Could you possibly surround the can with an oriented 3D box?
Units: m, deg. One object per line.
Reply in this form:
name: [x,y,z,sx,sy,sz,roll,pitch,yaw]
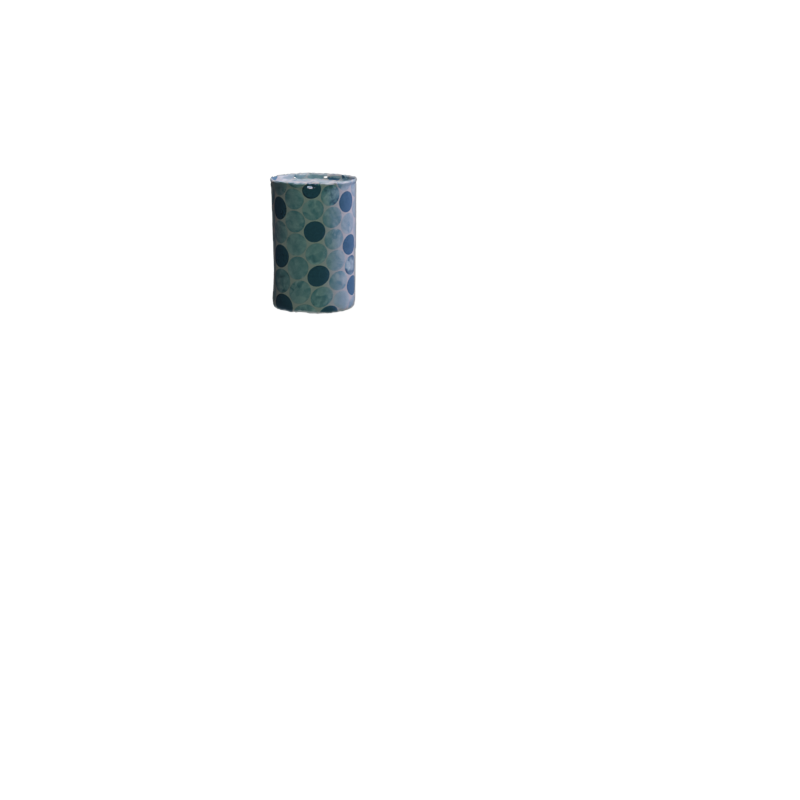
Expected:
can: [-0.068,-0.125,0.873,0.068,0.100,0.071,0,12,-2]
